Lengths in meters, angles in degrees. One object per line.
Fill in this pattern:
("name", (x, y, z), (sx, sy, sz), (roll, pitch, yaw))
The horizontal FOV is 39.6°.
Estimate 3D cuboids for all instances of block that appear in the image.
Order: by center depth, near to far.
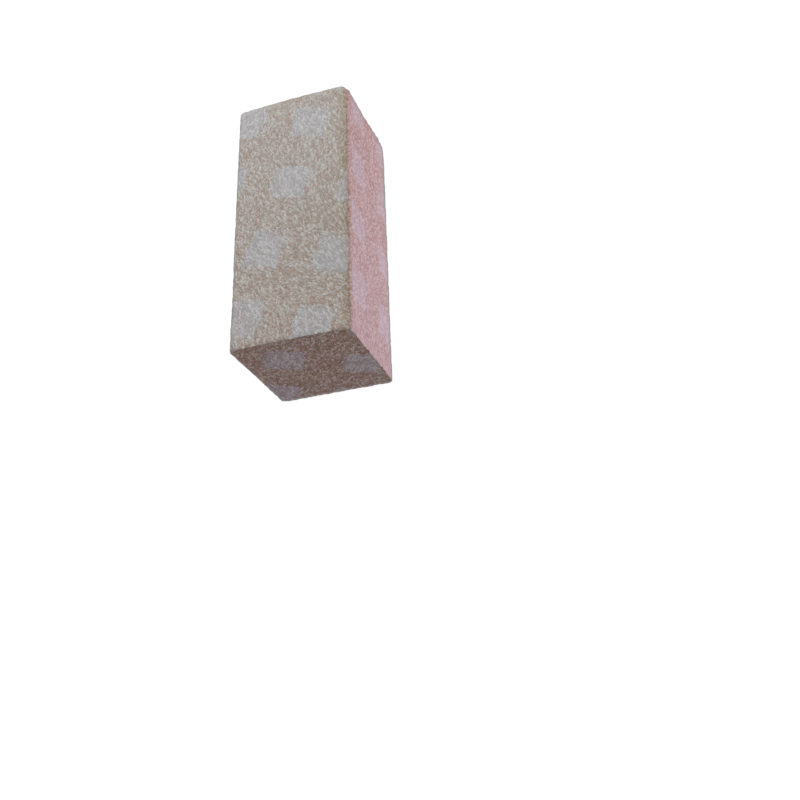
("block", (-0.064, -0.118, 0.821), (0.091, 0.220, 0.084), (-12, -31, 17))
